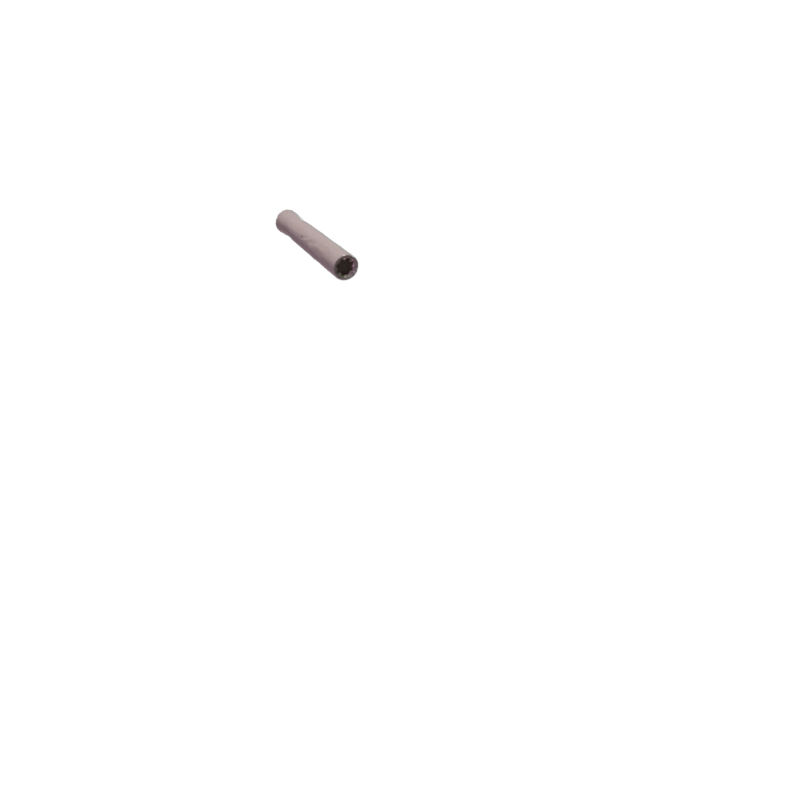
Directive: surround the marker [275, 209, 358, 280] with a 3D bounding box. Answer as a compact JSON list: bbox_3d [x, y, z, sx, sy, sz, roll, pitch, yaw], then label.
[{"bbox_3d":[-0.062,-0.114,0.796,0.019,0.019,0.129,-2,24,-25],"label":"marker"}]
